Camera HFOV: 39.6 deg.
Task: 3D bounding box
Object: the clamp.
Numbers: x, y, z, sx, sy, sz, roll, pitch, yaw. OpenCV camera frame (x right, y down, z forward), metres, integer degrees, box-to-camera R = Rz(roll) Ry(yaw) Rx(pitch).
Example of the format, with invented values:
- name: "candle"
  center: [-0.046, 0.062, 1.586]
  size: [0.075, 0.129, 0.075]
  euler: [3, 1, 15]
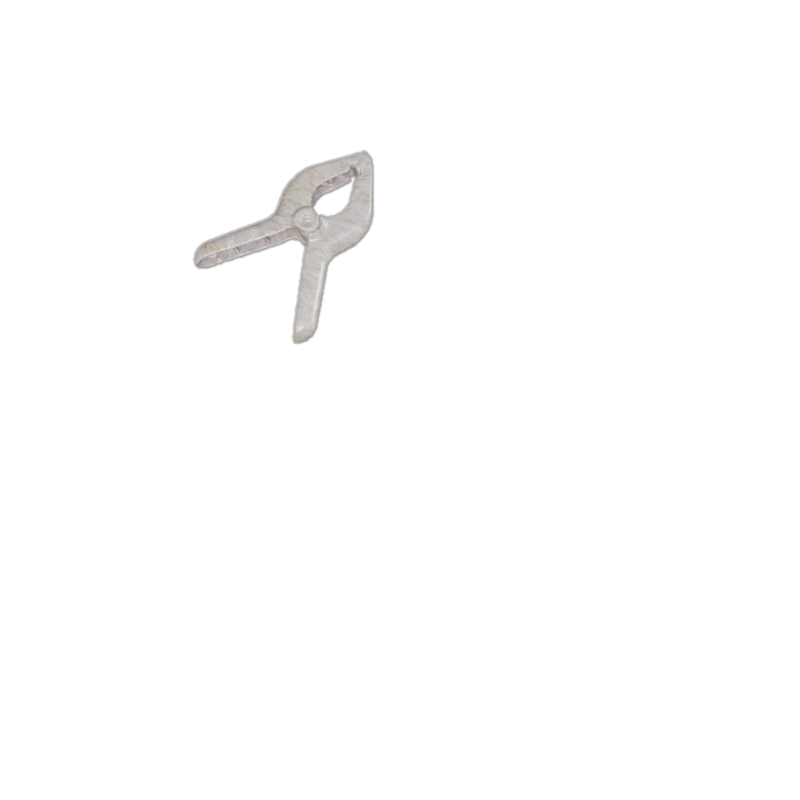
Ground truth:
- name: "clamp"
  center: [-0.072, -0.132, 0.924]
  size: [0.172, 0.124, 0.038]
  euler: [-42, -11, -11]
